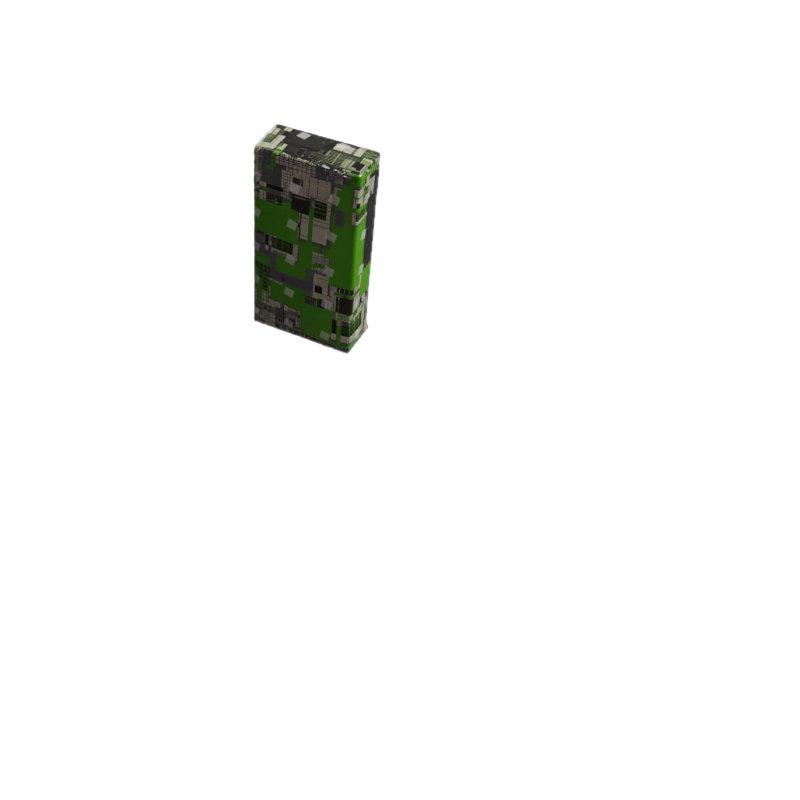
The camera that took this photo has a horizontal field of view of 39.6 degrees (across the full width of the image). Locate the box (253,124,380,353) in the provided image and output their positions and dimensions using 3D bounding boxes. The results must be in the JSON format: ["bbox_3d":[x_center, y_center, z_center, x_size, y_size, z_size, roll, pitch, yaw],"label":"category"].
[{"bbox_3d":[-0.070,-0.127,0.890,0.097,0.164,0.050,20,44,18],"label":"box"}]
